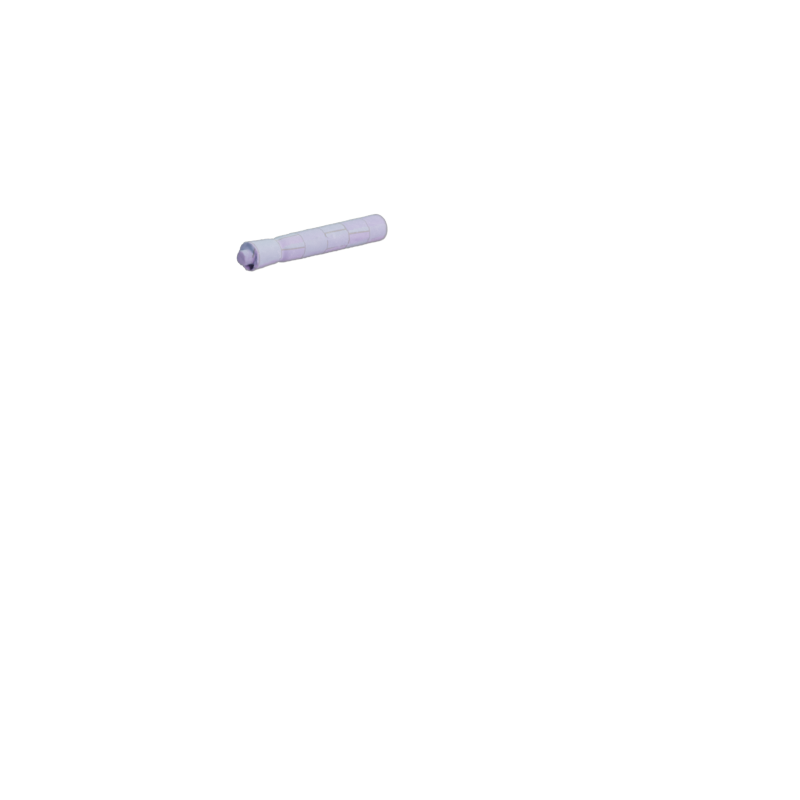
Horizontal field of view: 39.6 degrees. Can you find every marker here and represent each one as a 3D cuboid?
[{"bbox_3d":[-0.056,-0.102,0.713,0.021,0.019,0.119,4,18,45],"label":"marker"}]
